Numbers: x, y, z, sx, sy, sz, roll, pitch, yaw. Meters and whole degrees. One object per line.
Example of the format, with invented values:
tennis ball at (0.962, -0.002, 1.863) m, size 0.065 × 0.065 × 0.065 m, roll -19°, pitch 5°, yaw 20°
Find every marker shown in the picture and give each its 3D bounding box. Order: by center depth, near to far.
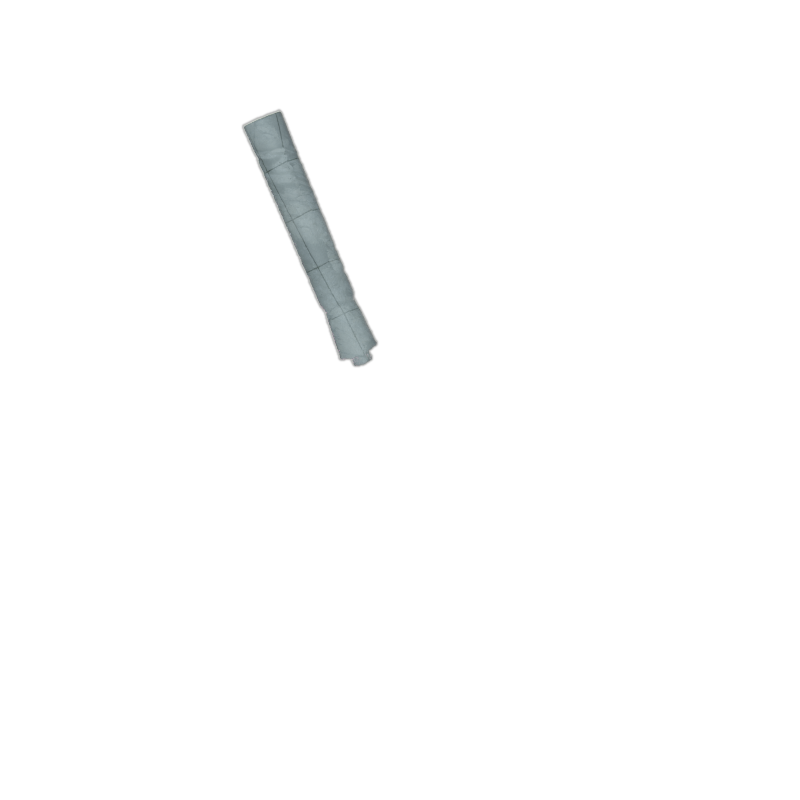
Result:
marker at (-0.039, -0.072, 0.504) m, size 0.020 × 0.119 × 0.020 m, roll -23°, pitch 5°, yaw 1°
